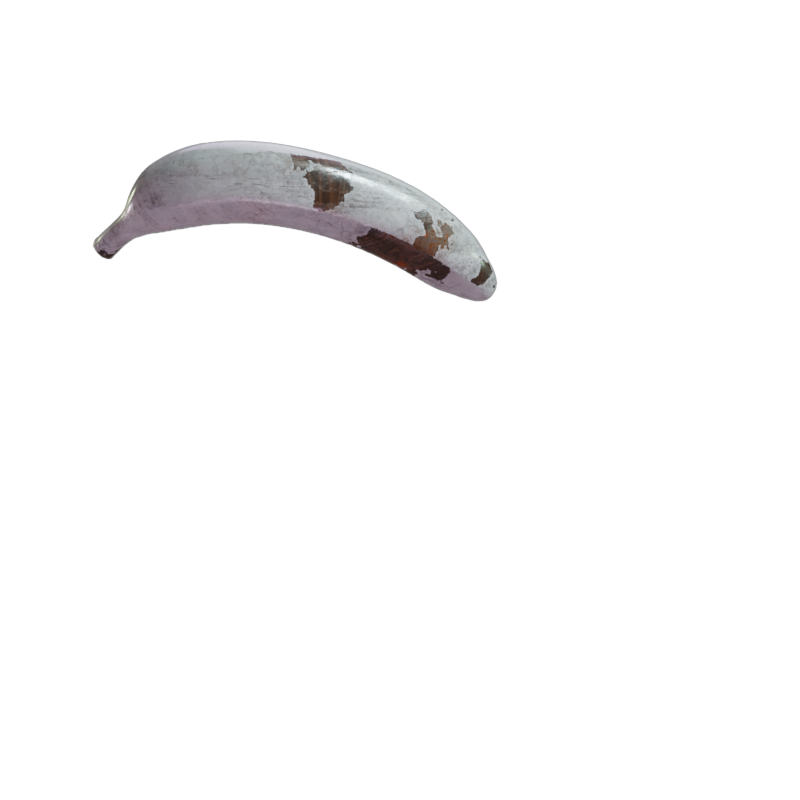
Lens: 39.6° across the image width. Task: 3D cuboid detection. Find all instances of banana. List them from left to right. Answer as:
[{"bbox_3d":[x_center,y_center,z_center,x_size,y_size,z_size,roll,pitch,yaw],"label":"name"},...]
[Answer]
[{"bbox_3d":[-0.040,-0.086,0.519,0.194,0.039,0.066,7,-36,-11],"label":"banana"}]
